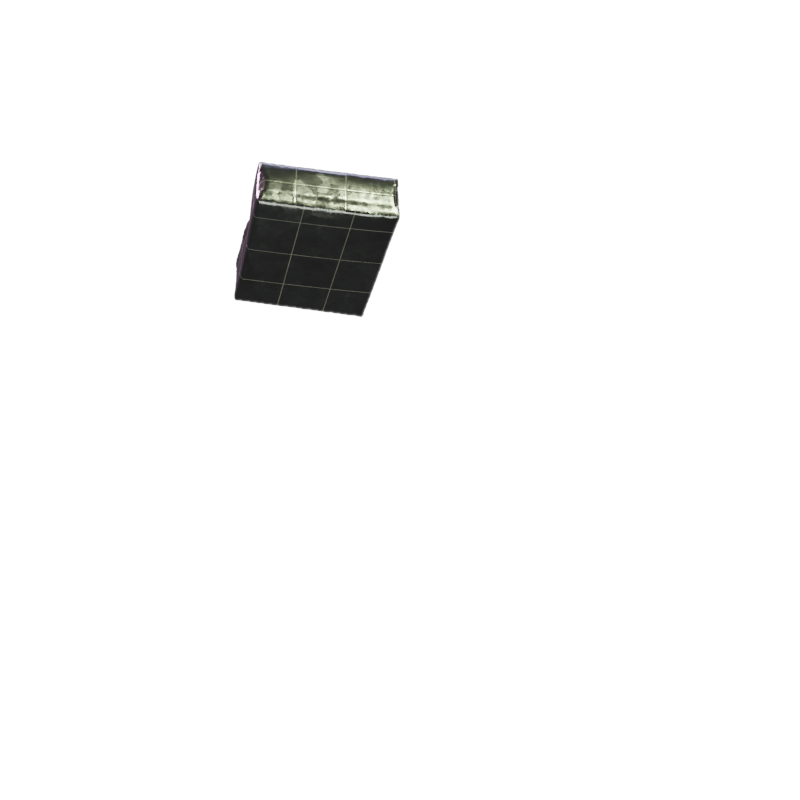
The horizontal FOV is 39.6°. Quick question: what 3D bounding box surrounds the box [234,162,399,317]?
[{"bbox_3d":[-0.046,-0.084,0.588,0.072,0.032,0.085,7,-35,-11],"label":"box"}]
